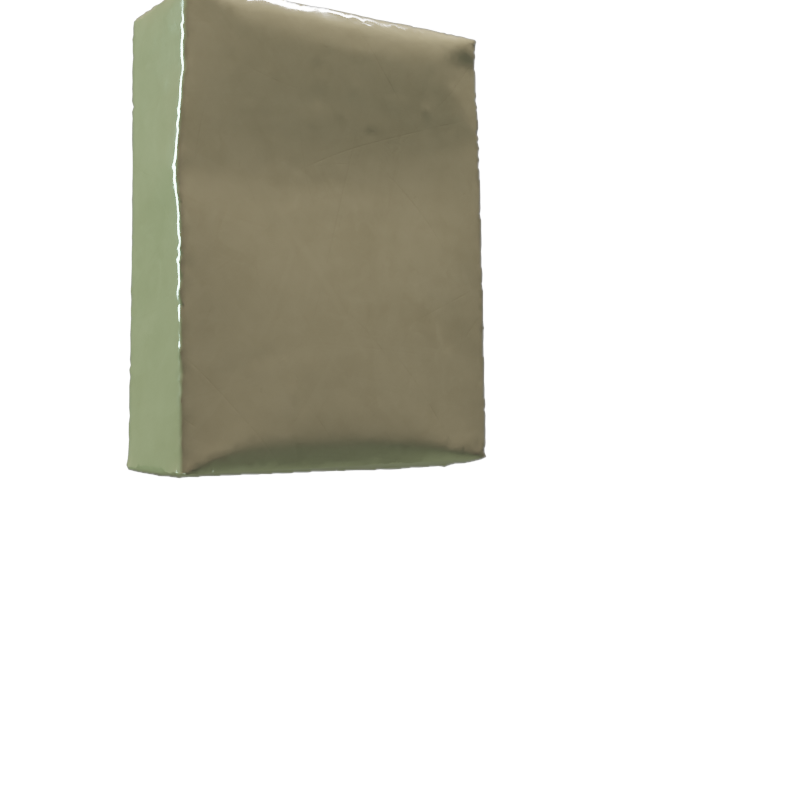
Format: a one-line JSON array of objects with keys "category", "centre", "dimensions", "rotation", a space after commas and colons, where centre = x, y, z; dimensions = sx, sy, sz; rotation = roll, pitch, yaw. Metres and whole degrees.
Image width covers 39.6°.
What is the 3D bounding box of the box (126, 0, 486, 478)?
[{"category": "box", "centre": [-0.041, -0.075, 0.527], "dimensions": [0.158, 0.218, 0.073], "rotation": [3, -8, -32]}]
